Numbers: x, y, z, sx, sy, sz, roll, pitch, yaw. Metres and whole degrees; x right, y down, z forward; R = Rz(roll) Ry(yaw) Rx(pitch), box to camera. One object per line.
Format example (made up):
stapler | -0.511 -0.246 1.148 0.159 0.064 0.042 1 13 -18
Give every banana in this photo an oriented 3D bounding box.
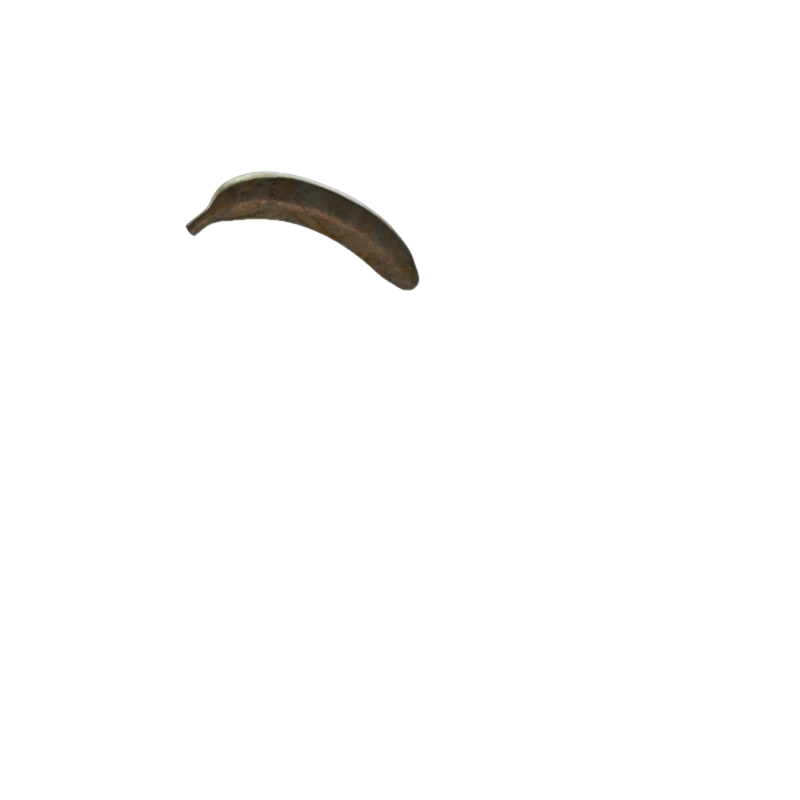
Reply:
banana | -0.066 -0.141 0.883 0.193 0.066 0.039 15 40 -13
